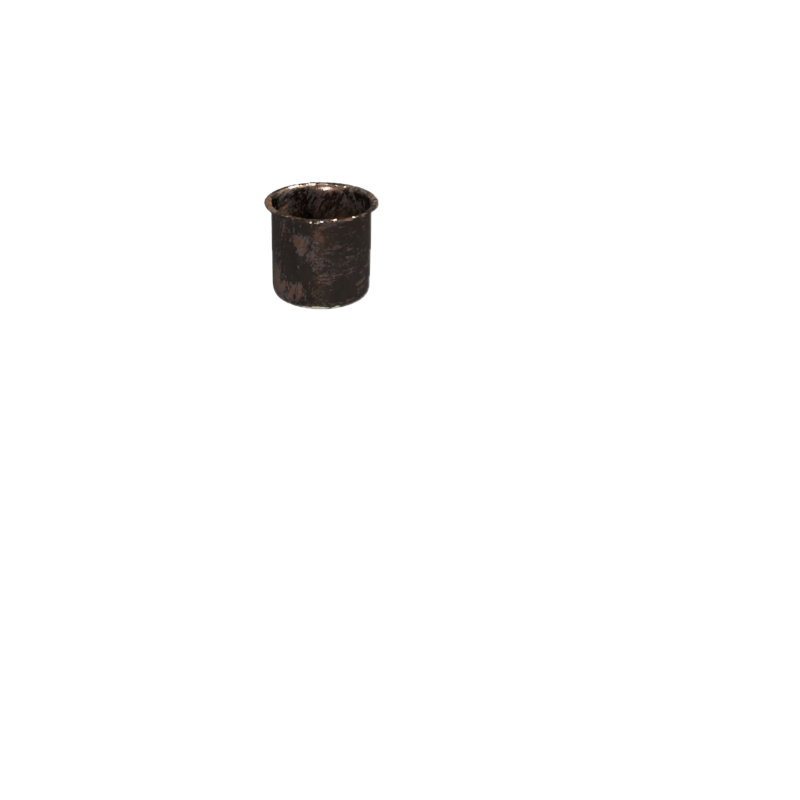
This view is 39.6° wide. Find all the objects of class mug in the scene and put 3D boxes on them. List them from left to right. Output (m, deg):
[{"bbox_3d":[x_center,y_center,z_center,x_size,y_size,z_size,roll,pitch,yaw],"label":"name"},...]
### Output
[{"bbox_3d":[-0.072,-0.132,0.924,0.092,0.077,0.126,-17,32,-31],"label":"mug"}]
